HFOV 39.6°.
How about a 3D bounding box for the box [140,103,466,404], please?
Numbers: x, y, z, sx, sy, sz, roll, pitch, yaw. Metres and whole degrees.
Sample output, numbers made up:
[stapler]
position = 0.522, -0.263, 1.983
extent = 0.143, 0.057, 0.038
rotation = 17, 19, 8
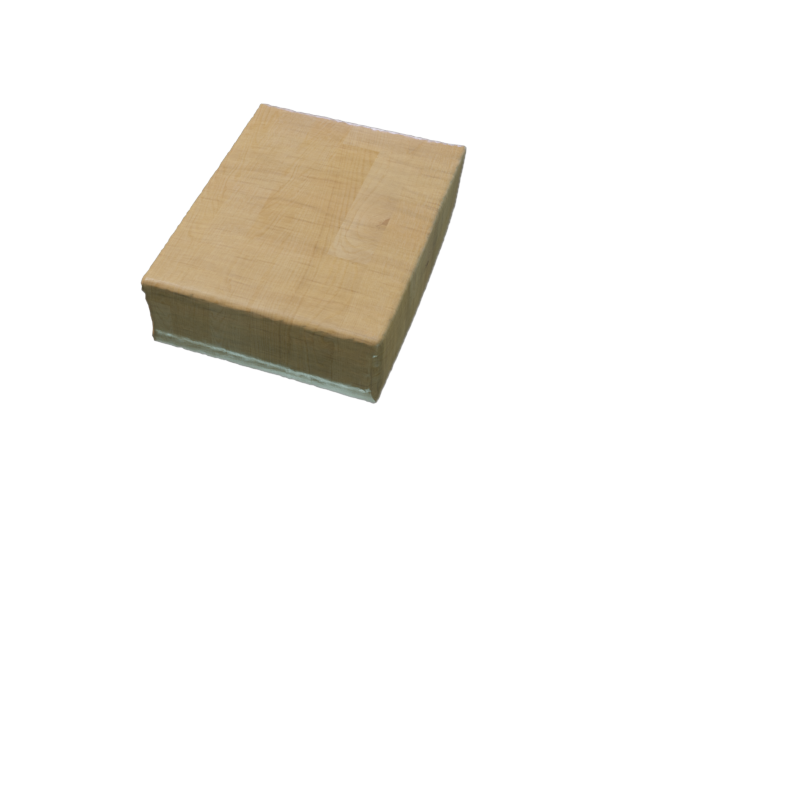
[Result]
[box]
position = -0.033, -0.060, 0.423
extent = 0.092, 0.119, 0.036
rotation = 14, -42, 12
